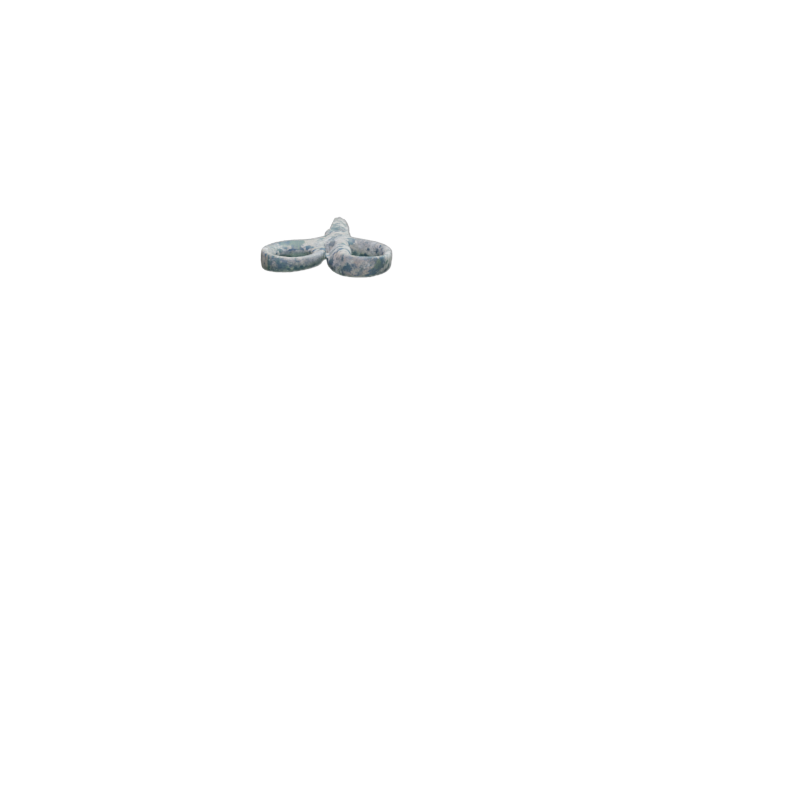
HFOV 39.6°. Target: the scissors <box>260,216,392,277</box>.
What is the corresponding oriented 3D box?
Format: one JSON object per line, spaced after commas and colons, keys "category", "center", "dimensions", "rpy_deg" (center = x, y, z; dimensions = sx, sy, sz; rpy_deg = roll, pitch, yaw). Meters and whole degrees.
{"category": "scissors", "center": [-0.063, -0.114, 0.800], "dimensions": [0.095, 0.015, 0.212], "rpy_deg": [-5, 18, -15]}
